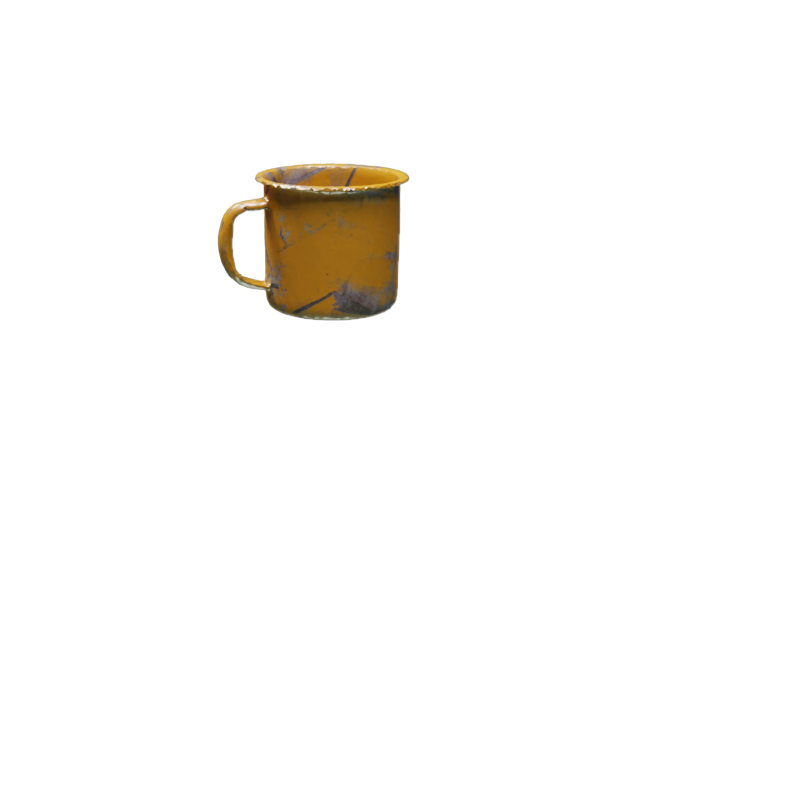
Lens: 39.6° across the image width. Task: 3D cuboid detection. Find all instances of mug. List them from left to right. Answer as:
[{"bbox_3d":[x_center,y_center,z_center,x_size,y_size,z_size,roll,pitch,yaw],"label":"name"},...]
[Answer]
[{"bbox_3d":[-0.053,-0.096,0.672,0.115,0.079,0.099,-7,19,-21],"label":"mug"}]
